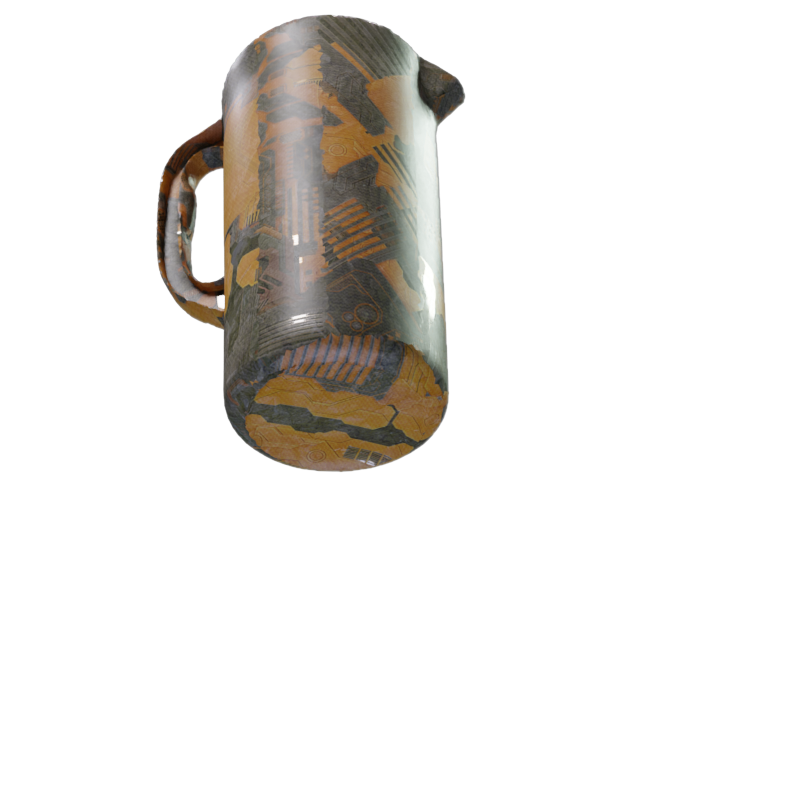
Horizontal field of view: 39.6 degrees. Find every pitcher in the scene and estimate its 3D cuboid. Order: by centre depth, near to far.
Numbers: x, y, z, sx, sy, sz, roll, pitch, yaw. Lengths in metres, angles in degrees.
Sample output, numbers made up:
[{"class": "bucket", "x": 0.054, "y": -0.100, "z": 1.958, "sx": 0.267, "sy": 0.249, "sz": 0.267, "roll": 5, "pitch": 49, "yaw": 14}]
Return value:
[{"class": "pitcher", "x": -0.048, "y": -0.087, "z": 0.609, "sx": 0.139, "sy": 0.261, "sz": 0.145, "roll": 19, "pitch": -45, "yaw": -24}]
